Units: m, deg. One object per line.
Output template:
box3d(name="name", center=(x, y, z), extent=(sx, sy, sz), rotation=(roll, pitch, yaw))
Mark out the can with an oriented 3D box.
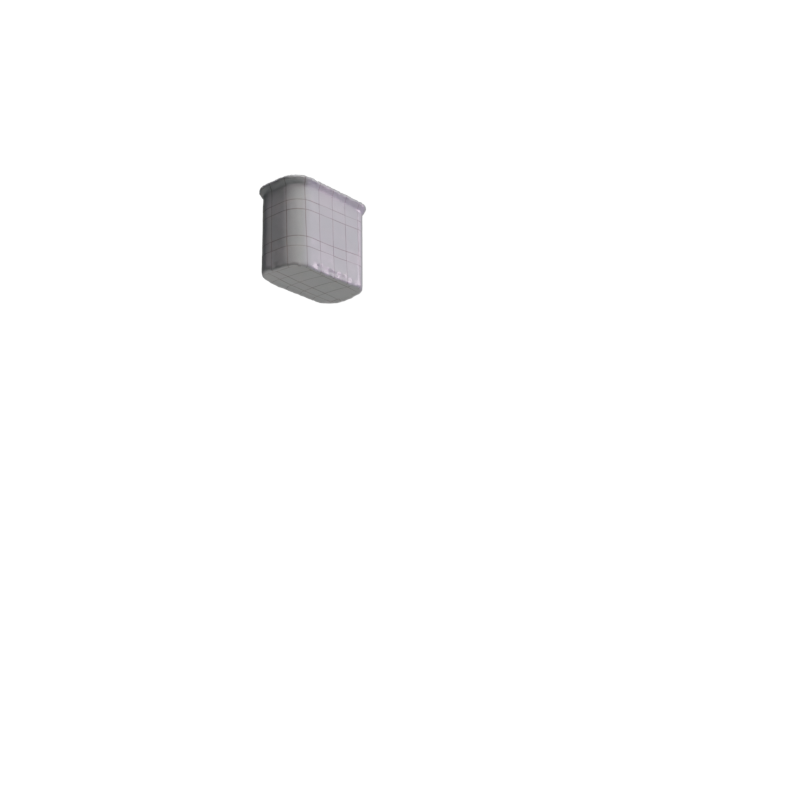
box3d(name="can", center=(-0.077, -0.140, 0.979), extent=(0.058, 0.088, 0.096), rotation=(-18, -26, 38))
